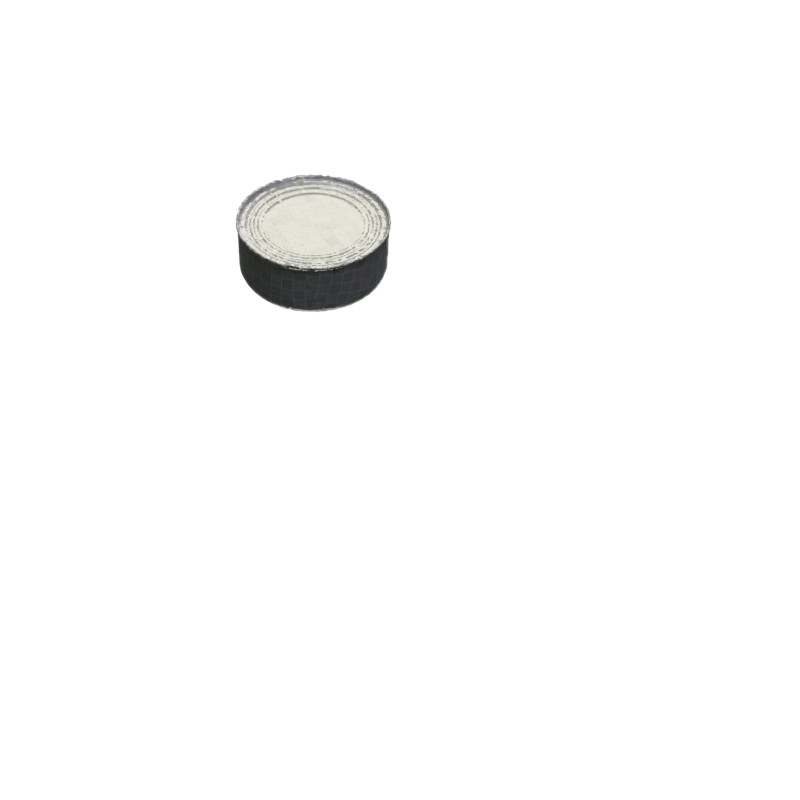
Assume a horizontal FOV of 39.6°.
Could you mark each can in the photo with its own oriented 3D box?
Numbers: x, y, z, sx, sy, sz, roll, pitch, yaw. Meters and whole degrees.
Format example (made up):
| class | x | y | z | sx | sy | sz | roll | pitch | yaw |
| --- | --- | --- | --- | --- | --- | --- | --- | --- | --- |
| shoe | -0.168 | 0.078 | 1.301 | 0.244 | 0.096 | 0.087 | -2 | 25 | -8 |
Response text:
| class | x | y | z | sx | sy | sz | roll | pitch | yaw |
| --- | --- | --- | --- | --- | --- | --- | --- | --- | --- |
| can | -0.049 | -0.089 | 0.622 | 0.086 | 0.031 | 0.092 | -1 | 43 | -2 |
